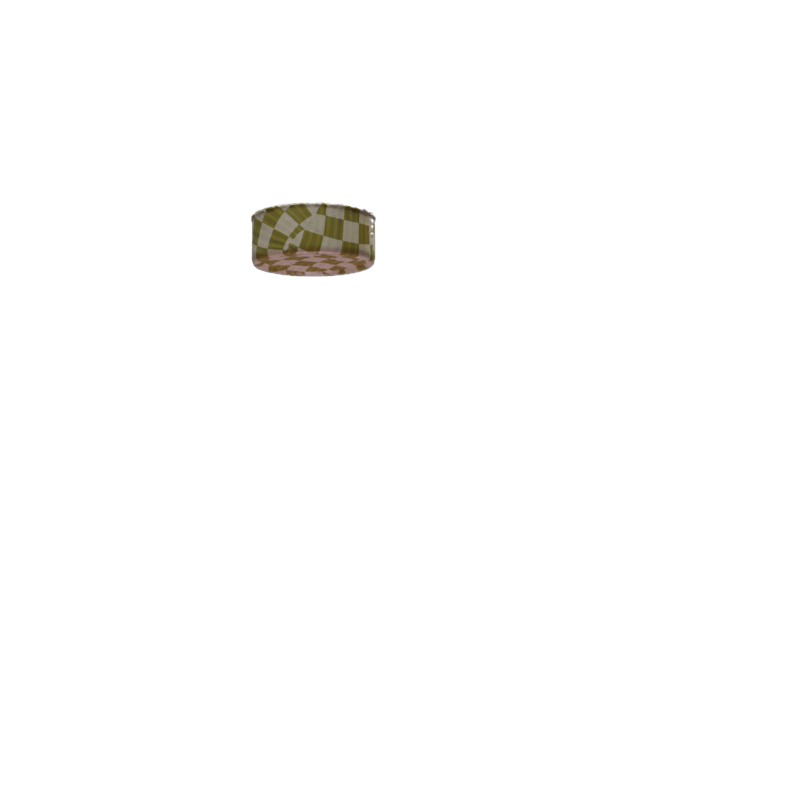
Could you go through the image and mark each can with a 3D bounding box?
[{"bbox_3d":[-0.059,-0.108,0.758,0.086,0.034,0.084,0,-6,-2],"label":"can"}]
